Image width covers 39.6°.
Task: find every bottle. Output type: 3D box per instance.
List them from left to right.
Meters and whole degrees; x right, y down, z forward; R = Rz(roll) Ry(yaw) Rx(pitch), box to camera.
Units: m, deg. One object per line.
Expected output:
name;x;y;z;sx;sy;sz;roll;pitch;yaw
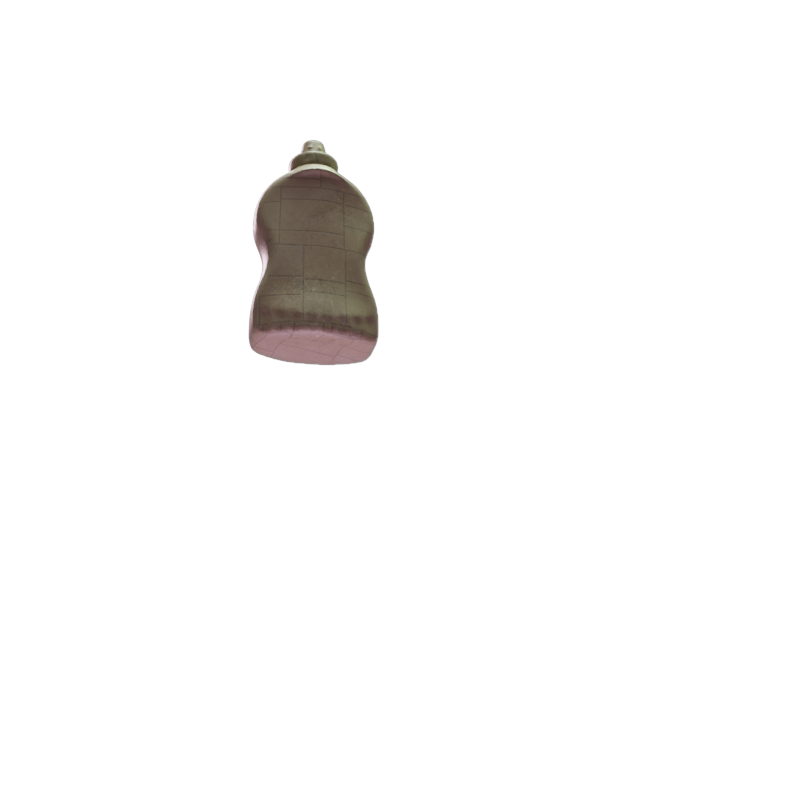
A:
bottle;-0.069;-0.125;0.874;0.095;0.204;0.055;3;-30;-9
